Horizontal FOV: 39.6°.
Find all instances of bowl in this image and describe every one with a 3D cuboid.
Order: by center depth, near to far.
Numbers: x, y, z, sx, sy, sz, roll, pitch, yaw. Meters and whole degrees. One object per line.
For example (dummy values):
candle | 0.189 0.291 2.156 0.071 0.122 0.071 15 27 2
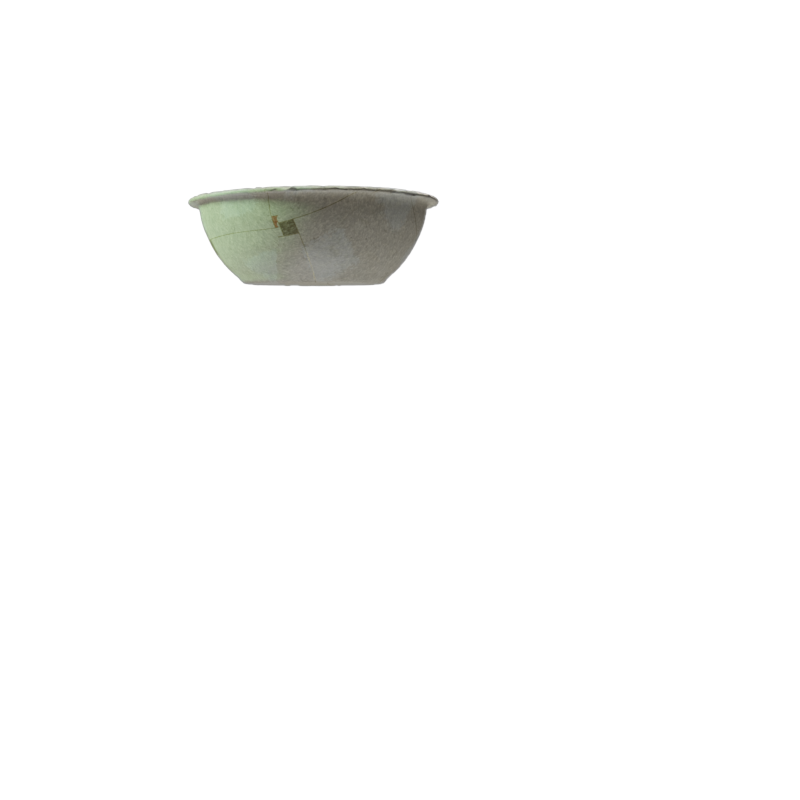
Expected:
bowl | -0.056 -0.102 0.716 0.162 0.055 0.162 0 4 -2
